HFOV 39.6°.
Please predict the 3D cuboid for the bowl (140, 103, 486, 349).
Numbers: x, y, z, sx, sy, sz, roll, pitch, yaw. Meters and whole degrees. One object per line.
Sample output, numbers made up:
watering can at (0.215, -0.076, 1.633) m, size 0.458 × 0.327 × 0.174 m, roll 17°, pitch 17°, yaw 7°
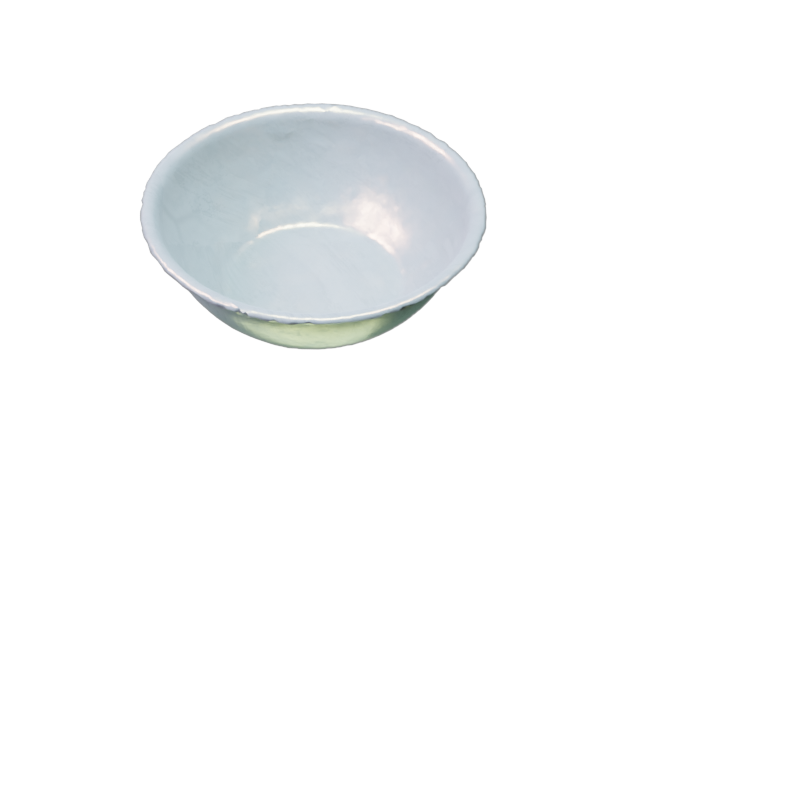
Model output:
bowl at (-0.042, -0.076, 0.535) m, size 0.162 × 0.051 × 0.174 m, roll -1°, pitch 45°, yaw -1°
